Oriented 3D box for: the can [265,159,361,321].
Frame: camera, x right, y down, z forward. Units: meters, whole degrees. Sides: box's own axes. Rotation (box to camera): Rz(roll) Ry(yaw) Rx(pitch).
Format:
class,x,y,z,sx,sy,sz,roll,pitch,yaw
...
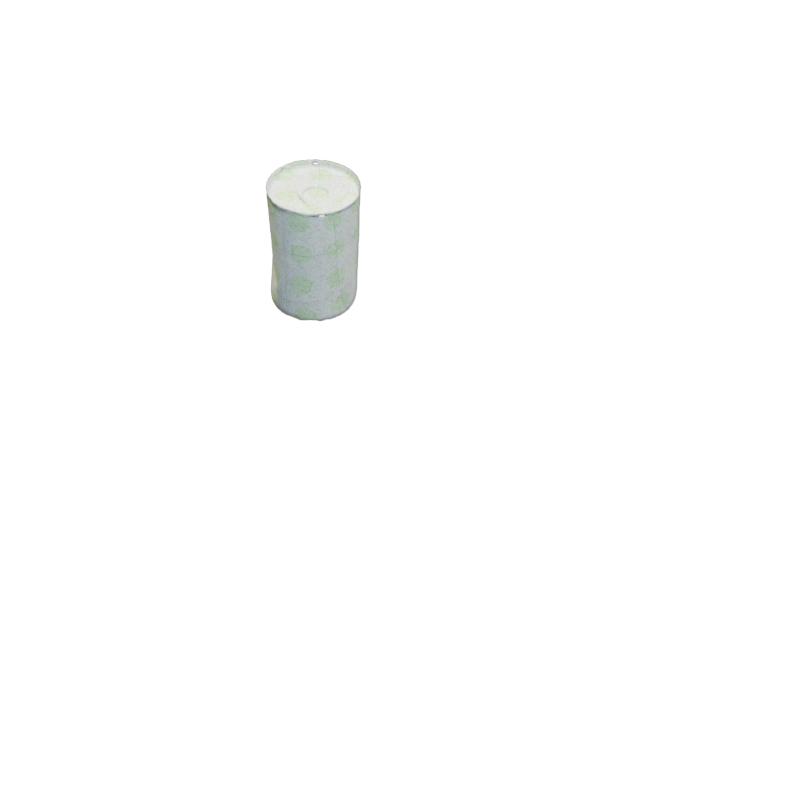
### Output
class,x,y,z,sx,sy,sz,roll,pitch,yaw
can,-0.064,-0.117,0.820,0.068,0.095,0.073,0,41,-3
